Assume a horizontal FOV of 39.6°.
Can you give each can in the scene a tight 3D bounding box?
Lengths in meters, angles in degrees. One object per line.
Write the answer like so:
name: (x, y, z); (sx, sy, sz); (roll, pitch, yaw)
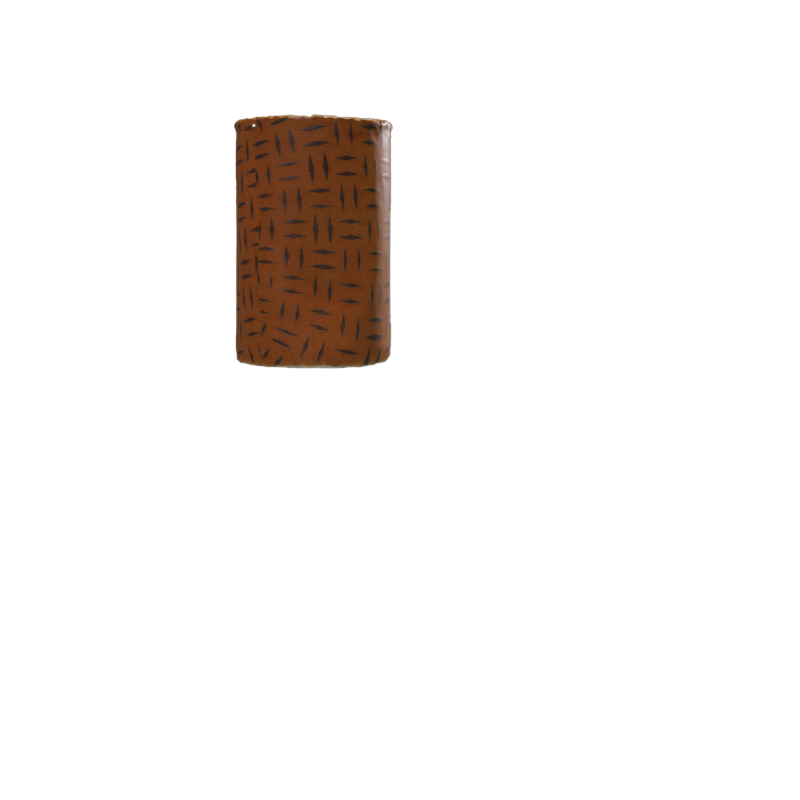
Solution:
can: (-0.037, -0.068, 0.476); (0.068, 0.102, 0.069); (0, 3, -2)
